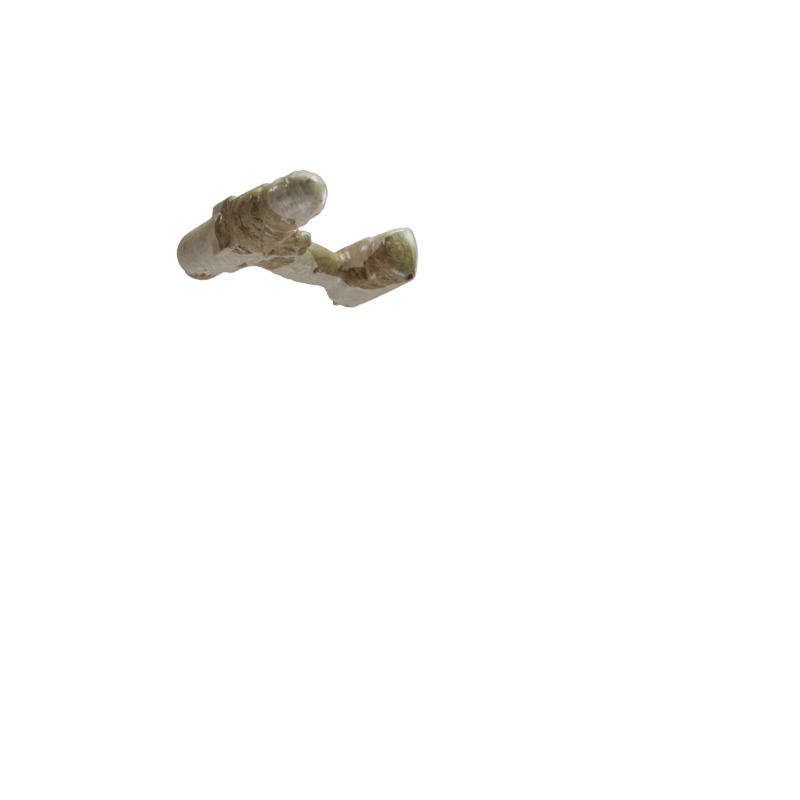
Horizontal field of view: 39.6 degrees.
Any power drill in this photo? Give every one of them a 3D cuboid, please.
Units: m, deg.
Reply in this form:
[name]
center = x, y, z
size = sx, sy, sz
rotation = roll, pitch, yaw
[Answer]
[power drill]
center = -0.076, -0.139, 0.972
size = 0.178, 0.060, 0.186
rotation = 13, -21, -39
